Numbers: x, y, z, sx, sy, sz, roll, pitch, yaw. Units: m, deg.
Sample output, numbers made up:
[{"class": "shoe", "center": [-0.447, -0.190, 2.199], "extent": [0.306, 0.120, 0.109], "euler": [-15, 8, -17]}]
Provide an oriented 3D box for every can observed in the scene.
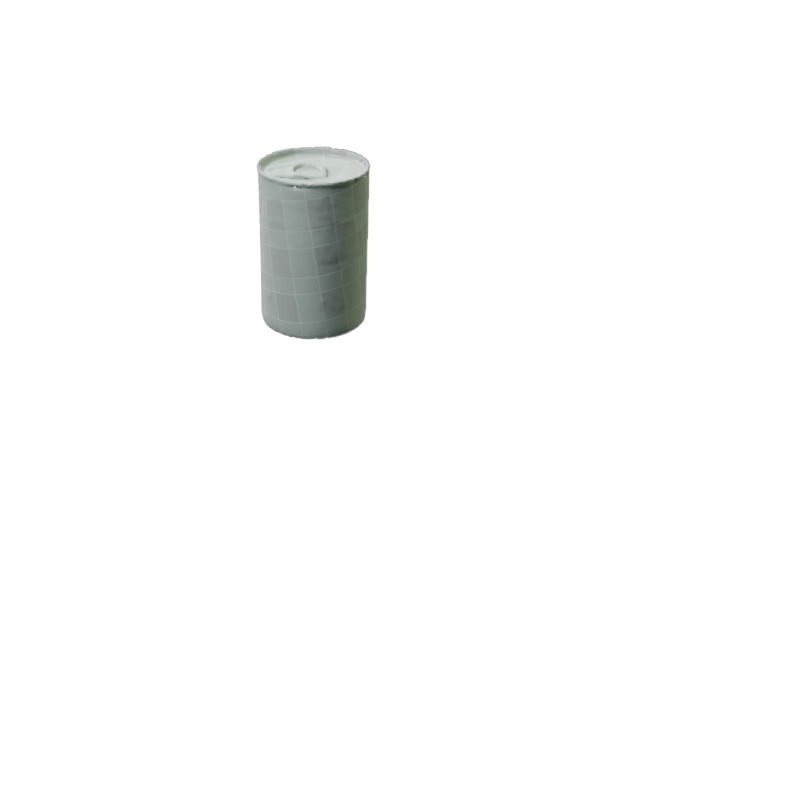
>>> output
[{"class": "can", "center": [-0.053, -0.097, 0.682], "extent": [0.068, 0.097, 0.072], "euler": [0, 26, -2]}]
